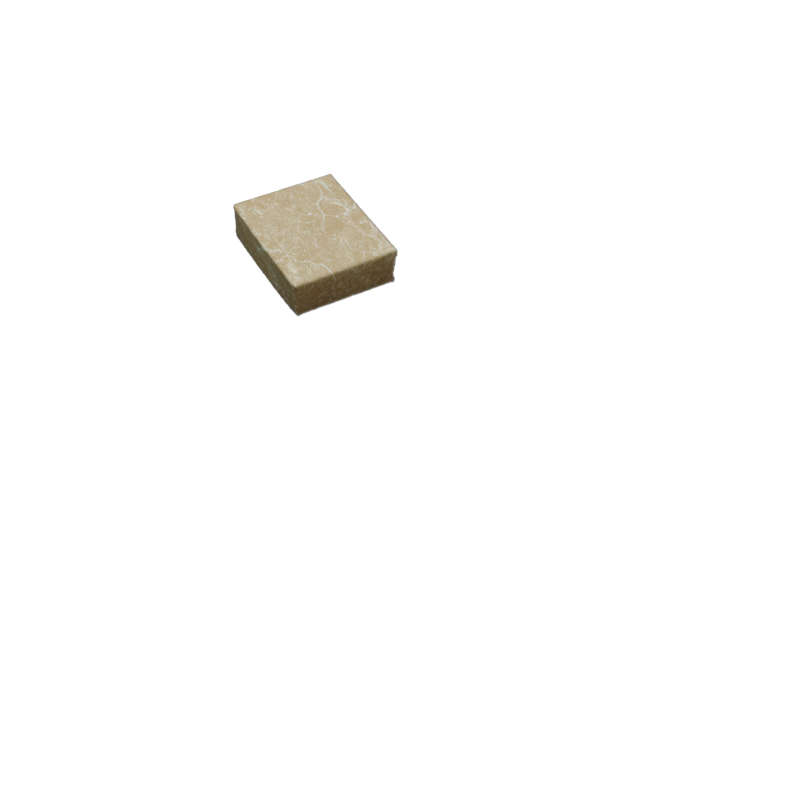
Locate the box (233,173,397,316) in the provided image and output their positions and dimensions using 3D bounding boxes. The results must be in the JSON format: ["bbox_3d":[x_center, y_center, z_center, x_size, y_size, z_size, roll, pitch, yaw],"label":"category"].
[{"bbox_3d":[-0.069,-0.125,0.874,0.089,0.036,0.123,-22,51,-20],"label":"box"}]
